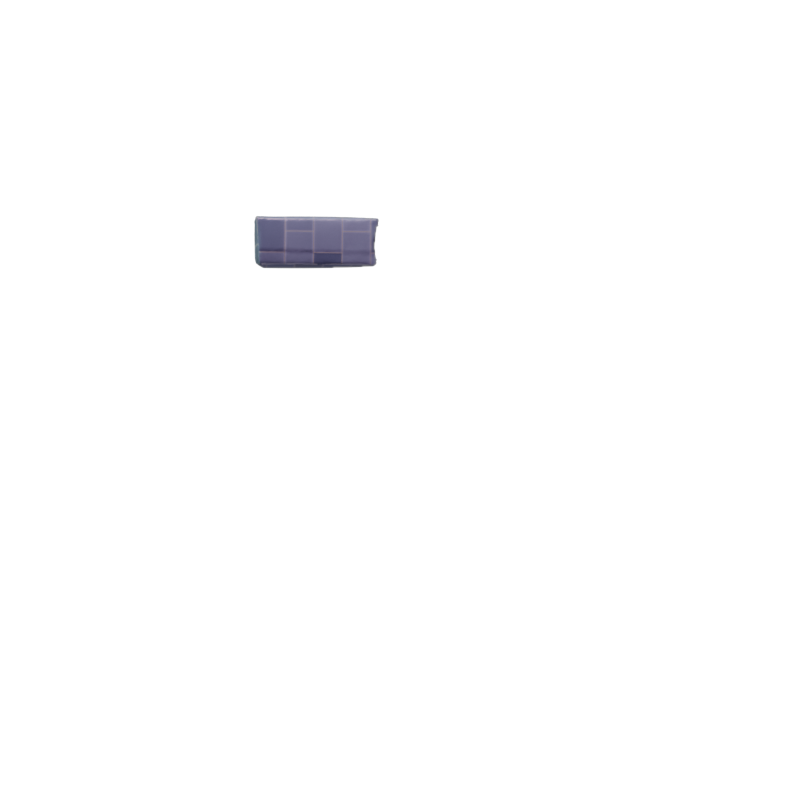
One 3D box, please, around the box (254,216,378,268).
[{"bbox_3d":[-0.067,-0.121,0.850,0.089,0.038,0.116,-1,8,-6],"label":"box"}]
